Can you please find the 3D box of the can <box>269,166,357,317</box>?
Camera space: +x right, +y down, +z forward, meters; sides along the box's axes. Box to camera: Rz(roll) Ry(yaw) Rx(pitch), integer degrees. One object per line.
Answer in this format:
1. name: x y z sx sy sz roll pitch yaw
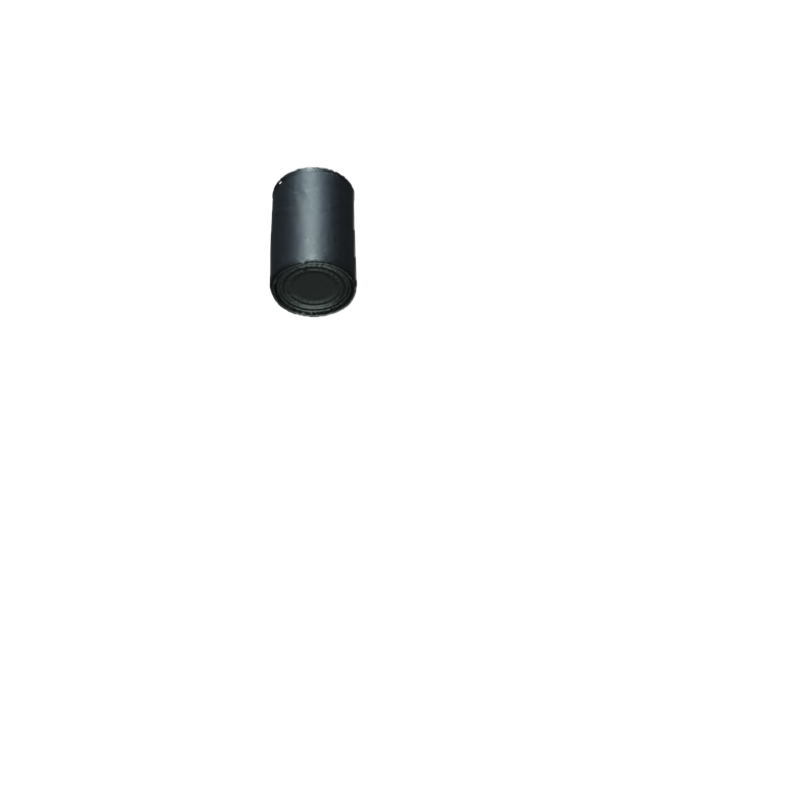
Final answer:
1. can: -0.068 -0.125 0.875 0.068 0.110 0.064 -1 -39 -3
